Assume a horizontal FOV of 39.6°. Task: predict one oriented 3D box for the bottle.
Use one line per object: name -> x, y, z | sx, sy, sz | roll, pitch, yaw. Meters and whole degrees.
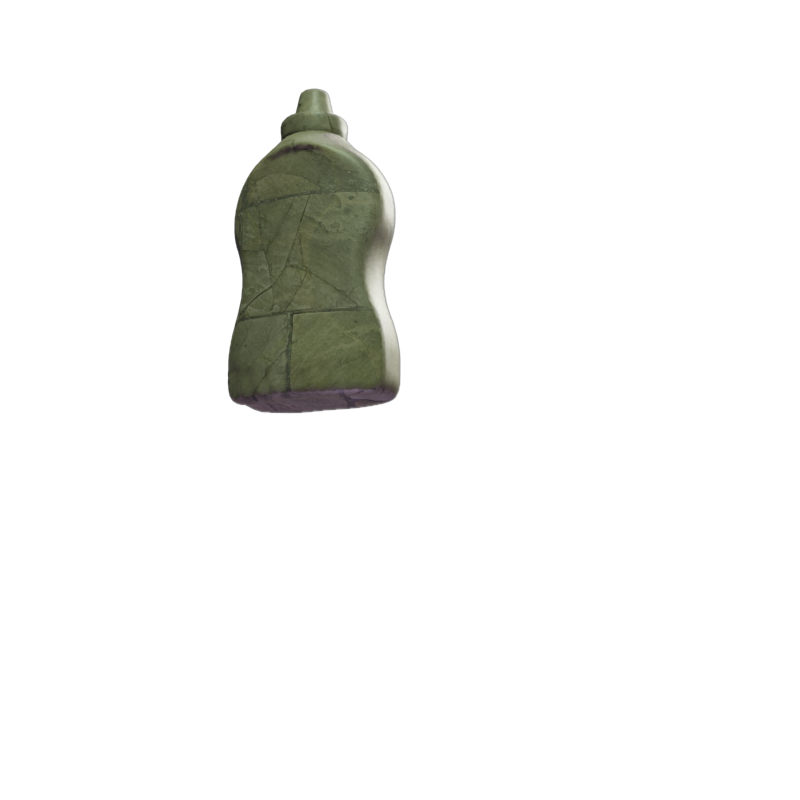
bottle -> -0.050, -0.092, 0.647 | 0.098, 0.200, 0.055 | -8, -19, 23
